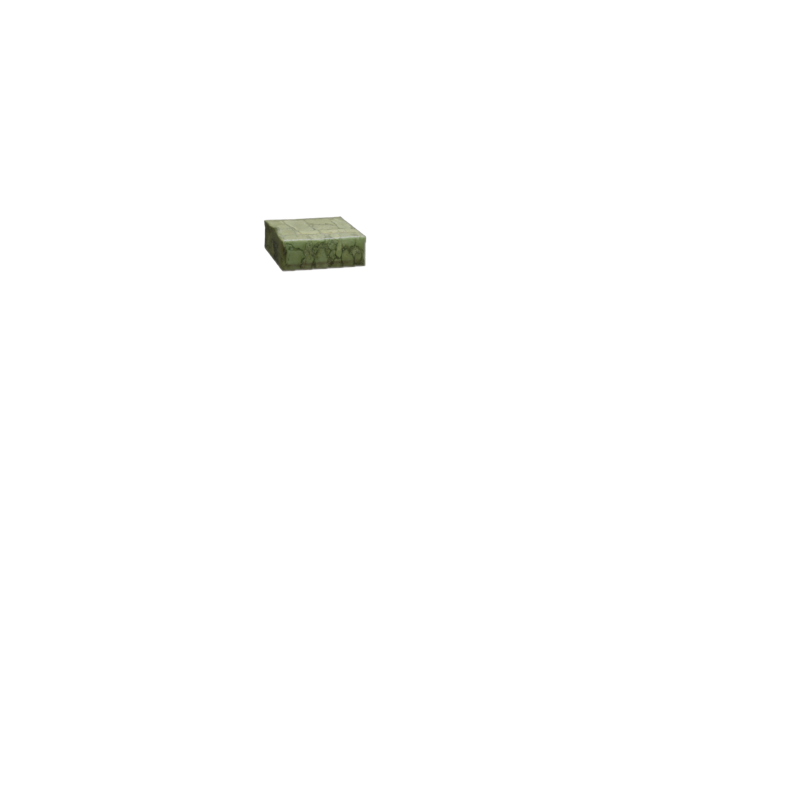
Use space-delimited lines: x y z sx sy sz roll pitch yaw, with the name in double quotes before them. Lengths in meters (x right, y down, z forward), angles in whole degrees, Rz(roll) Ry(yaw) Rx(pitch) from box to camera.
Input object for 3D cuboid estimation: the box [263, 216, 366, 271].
"box" -0.076 -0.138 0.965 0.072 0.029 0.094 -5 21 -14
